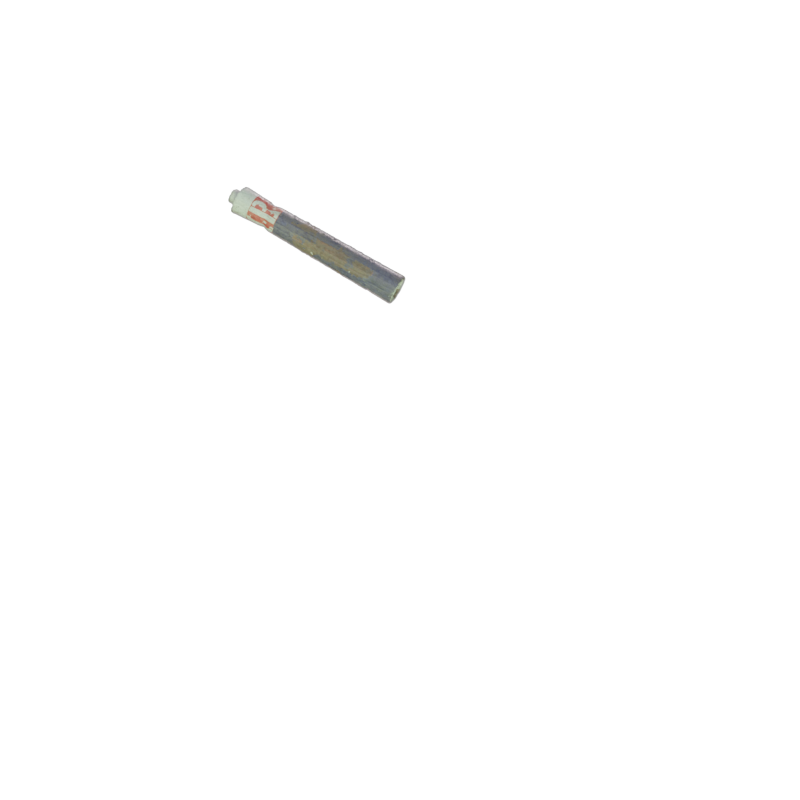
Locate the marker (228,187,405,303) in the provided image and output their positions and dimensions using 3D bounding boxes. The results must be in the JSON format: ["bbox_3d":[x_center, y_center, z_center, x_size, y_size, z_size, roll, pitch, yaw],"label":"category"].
[{"bbox_3d":[-0.053,-0.097,0.679,0.125,0.019,0.019,31,11,13],"label":"marker"}]
